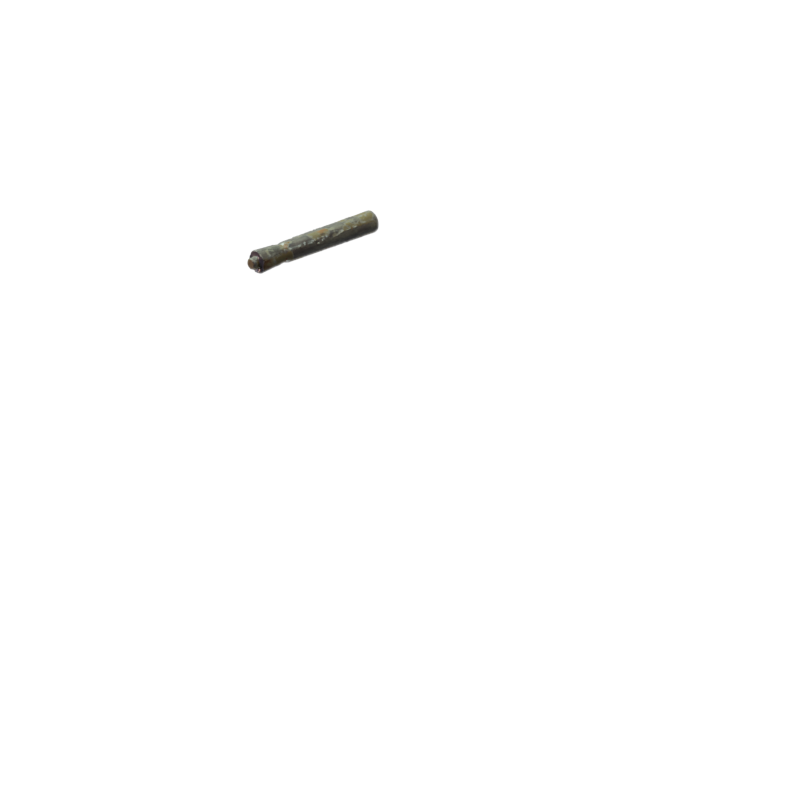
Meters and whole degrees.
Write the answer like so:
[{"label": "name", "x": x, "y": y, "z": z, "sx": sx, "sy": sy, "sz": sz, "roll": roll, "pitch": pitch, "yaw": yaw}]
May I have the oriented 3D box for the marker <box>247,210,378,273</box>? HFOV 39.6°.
[{"label": "marker", "x": -0.068, "y": -0.124, "z": 0.868, "sx": 0.120, "sy": 0.019, "sz": 0.021, "roll": -25, "pitch": 18, "yaw": -34}]
